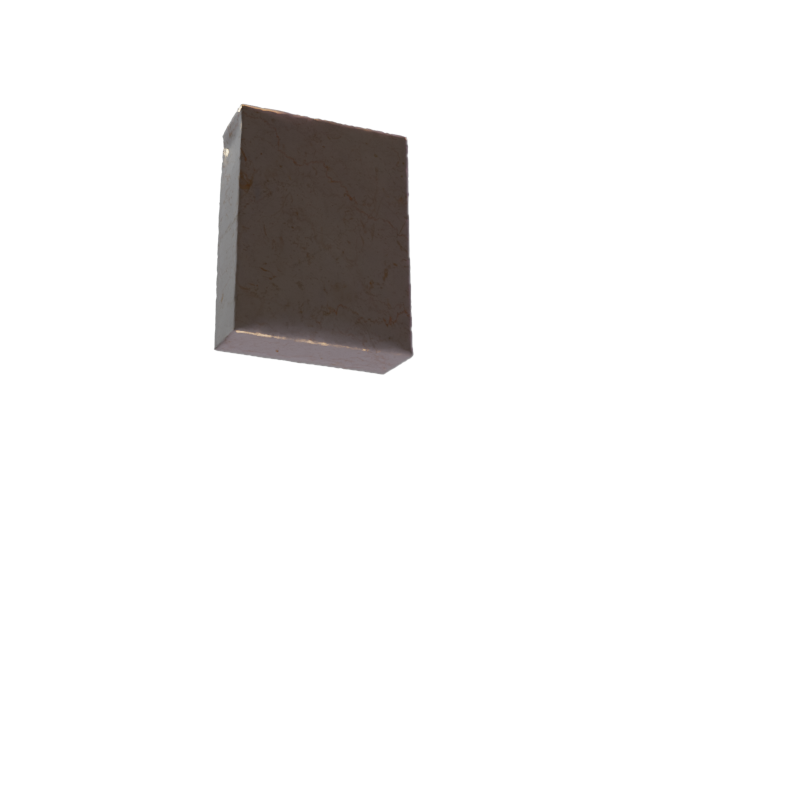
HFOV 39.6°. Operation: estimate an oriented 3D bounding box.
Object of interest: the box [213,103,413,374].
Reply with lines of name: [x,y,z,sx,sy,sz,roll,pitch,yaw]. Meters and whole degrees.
box: [-0.077,-0.140,0.980,0.159,0.225,0.070,7,-24,-21]
